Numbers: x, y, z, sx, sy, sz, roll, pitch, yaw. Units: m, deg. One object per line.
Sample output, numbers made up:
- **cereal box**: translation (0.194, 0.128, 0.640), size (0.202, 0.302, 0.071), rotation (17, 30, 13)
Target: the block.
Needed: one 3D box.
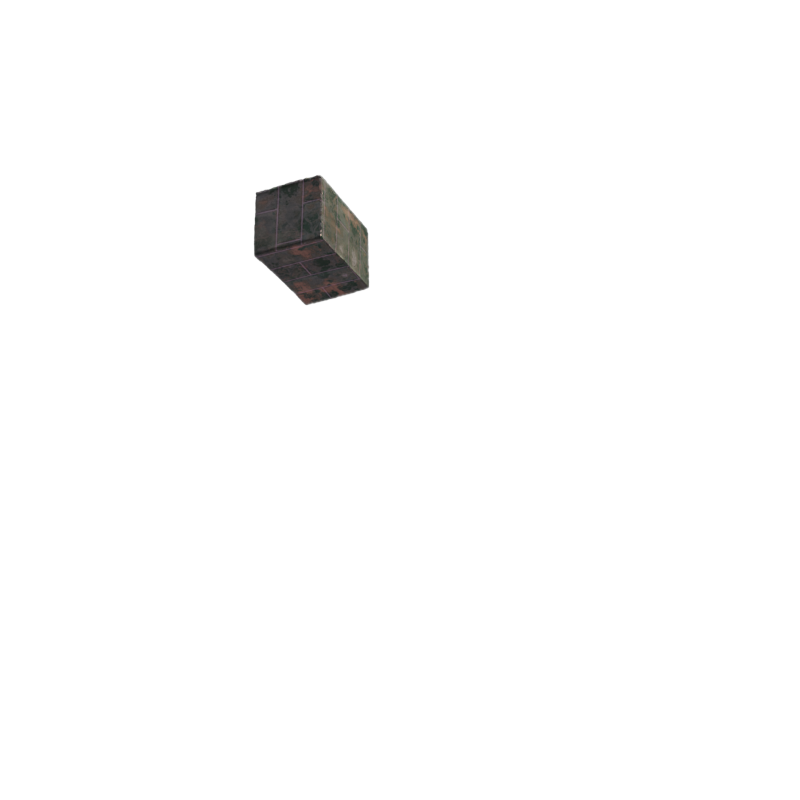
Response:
- **block**: translation (-0.060, -0.109, 0.766), size (0.053, 0.054, 0.072), rotation (-13, -30, 20)
